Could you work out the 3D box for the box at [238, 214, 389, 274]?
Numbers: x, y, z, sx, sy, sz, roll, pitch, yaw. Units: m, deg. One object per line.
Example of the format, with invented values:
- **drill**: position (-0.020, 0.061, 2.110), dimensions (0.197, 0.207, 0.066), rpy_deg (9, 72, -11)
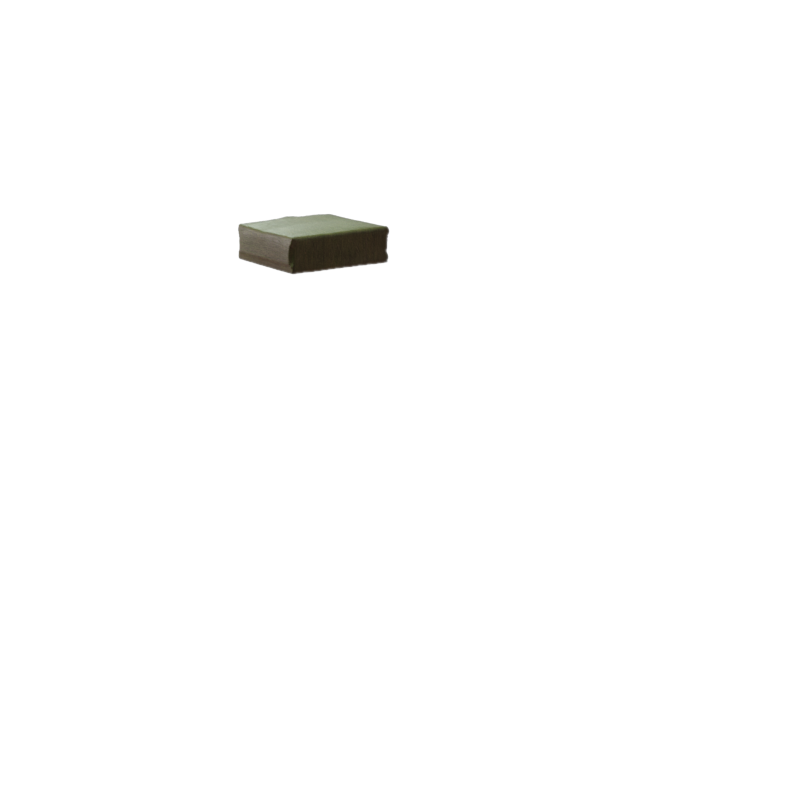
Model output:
- **box**: position (-0.064, -0.118, 0.823), dimensions (0.087, 0.029, 0.077), rpy_deg (-13, 21, -35)
